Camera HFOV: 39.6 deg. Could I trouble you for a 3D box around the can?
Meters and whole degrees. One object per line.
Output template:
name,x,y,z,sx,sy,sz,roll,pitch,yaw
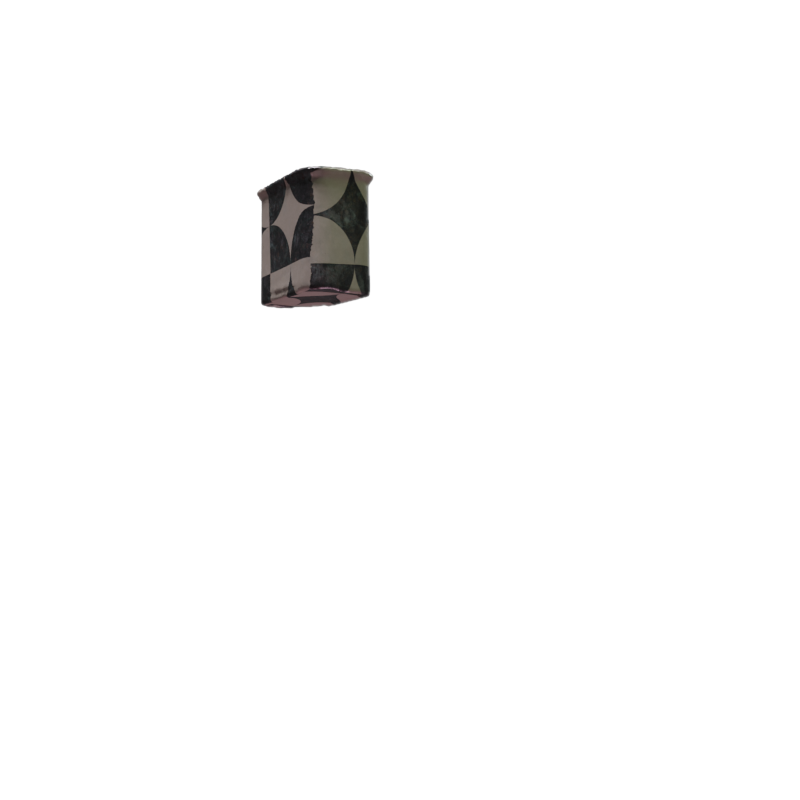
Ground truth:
can,-0.061,-0.111,0.775,0.055,0.086,0.103,4,-7,-28
